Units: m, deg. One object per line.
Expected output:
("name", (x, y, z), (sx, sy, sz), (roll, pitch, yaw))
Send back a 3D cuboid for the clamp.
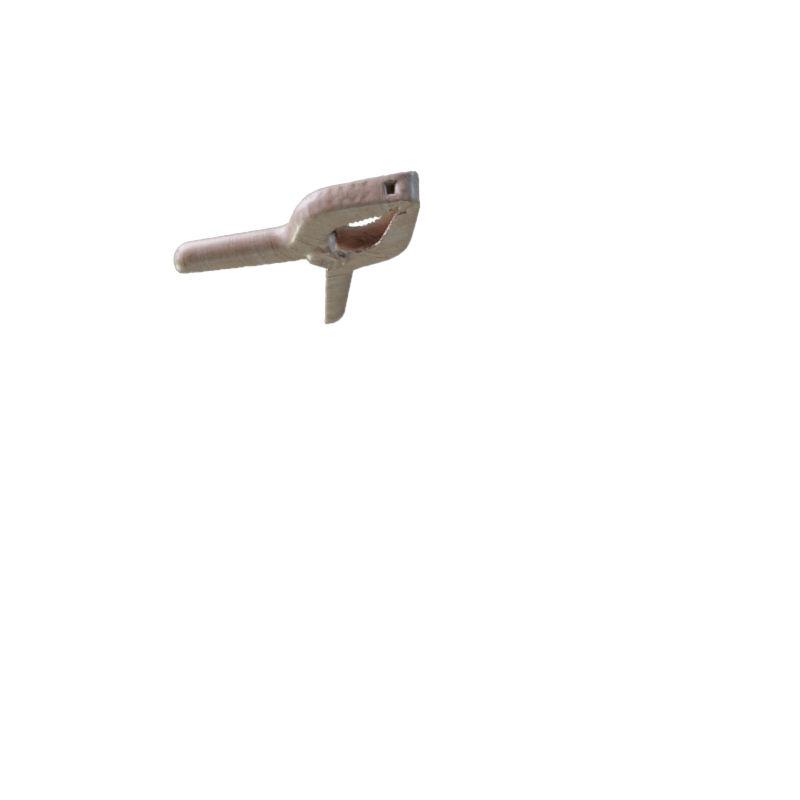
("clamp", (-0.067, -0.122, 0.855), (0.157, 0.038, 0.208), (14, -27, -30))
